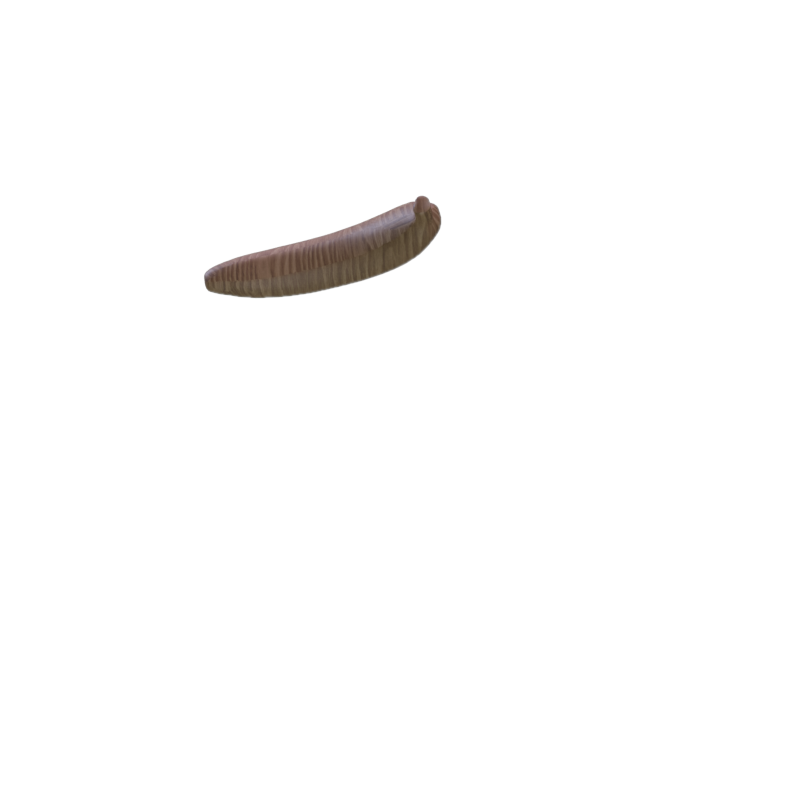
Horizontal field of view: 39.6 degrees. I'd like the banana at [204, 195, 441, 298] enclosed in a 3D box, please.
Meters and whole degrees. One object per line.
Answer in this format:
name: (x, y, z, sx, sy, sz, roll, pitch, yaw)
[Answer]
banana: (-0.044, -0.103, 0.758, 0.200, 0.039, 0.065, -15, -26, 35)
